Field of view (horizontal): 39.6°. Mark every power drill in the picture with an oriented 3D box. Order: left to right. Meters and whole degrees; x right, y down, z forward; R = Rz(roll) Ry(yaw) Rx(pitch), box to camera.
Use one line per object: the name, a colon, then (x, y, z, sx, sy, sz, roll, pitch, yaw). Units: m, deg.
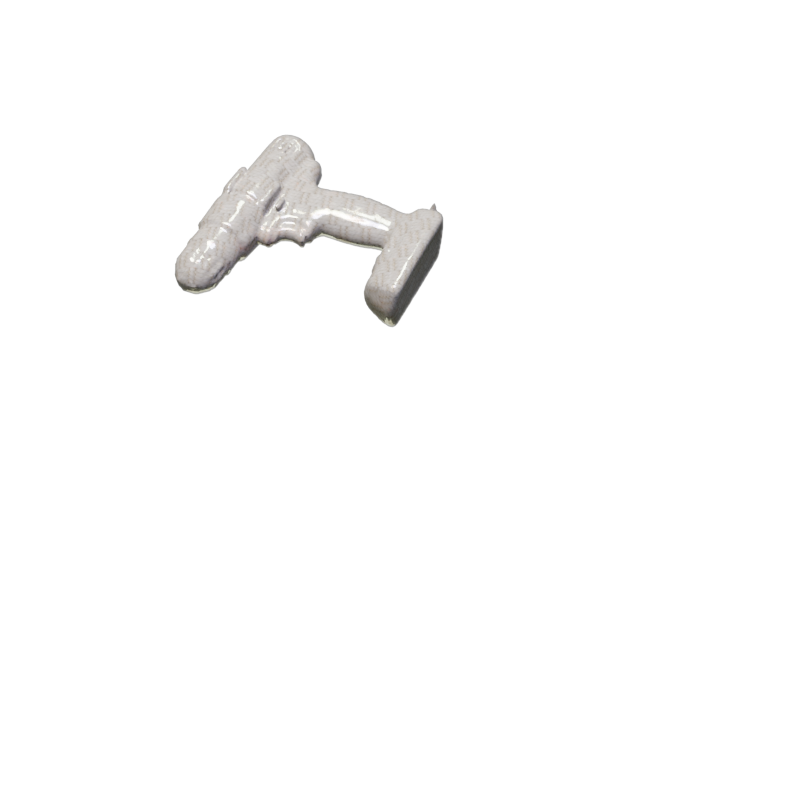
power drill: (-0.073, -0.132, 0.927, 0.194, 0.191, 0.054, 24, -32, 16)
